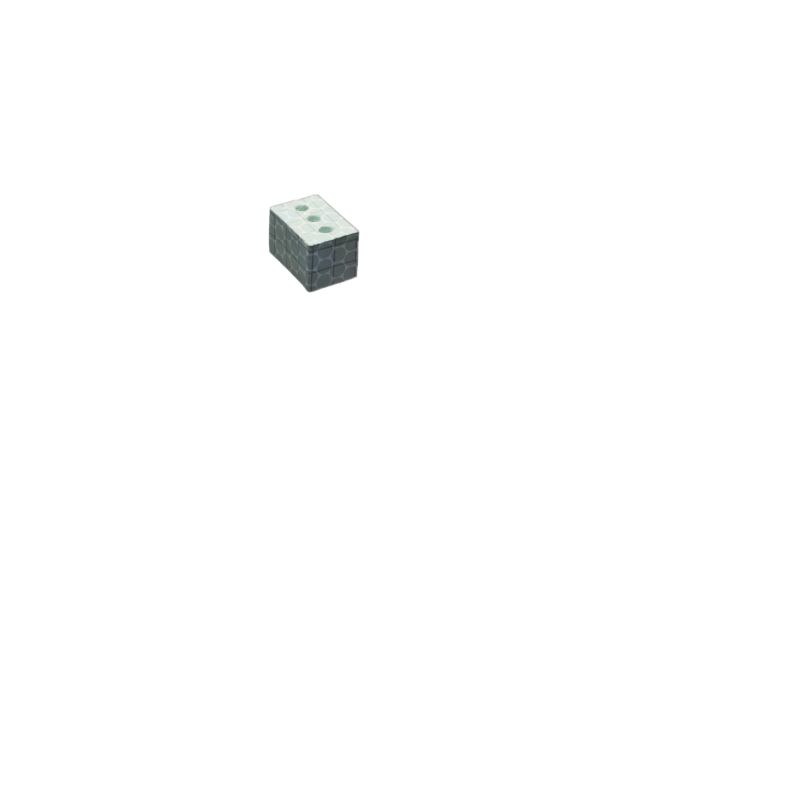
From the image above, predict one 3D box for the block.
[{"bbox_3d":[-0.078,-0.143,1.000,0.052,0.048,0.084,-19,41,-26],"label":"block"}]
